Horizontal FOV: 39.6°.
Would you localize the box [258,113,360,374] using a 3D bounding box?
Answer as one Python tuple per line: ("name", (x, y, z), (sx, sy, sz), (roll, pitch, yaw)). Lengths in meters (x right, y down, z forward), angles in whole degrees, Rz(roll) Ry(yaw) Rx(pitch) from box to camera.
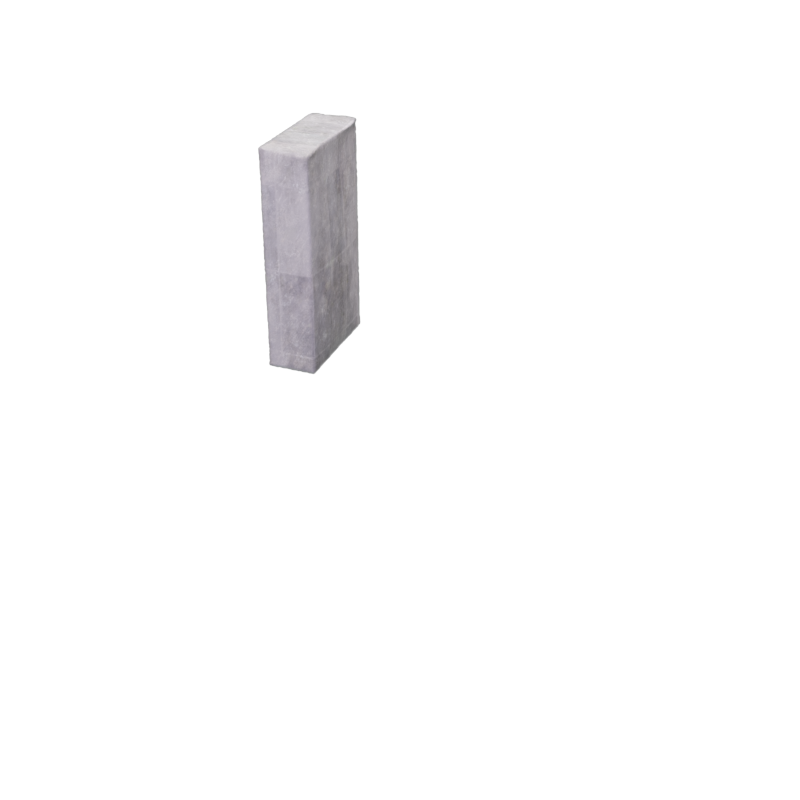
("box", (-0.066, -0.120, 0.841), (0.050, 0.167, 0.095), (11, 29, 18))
